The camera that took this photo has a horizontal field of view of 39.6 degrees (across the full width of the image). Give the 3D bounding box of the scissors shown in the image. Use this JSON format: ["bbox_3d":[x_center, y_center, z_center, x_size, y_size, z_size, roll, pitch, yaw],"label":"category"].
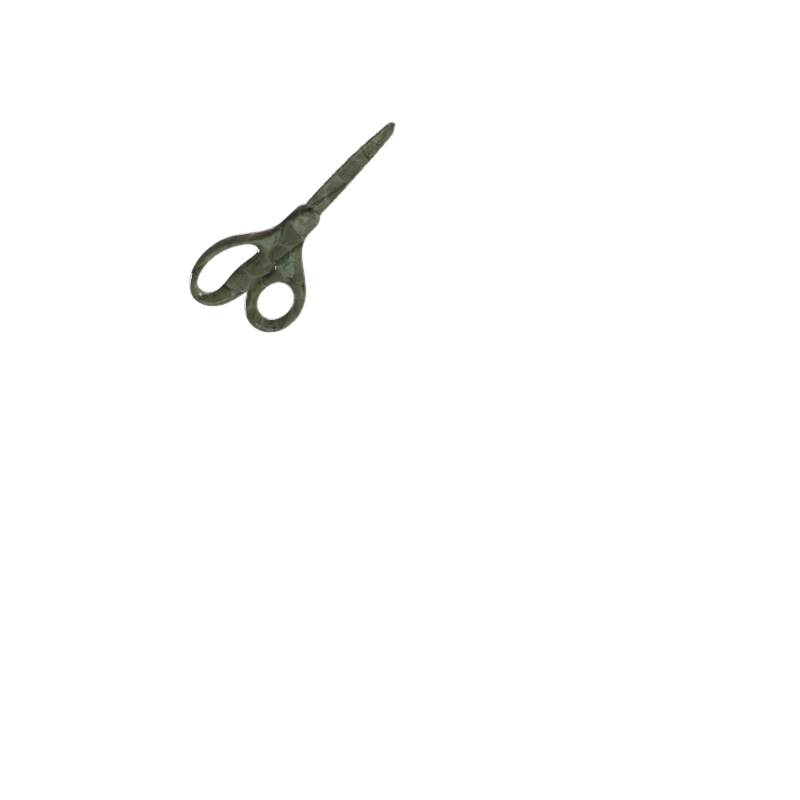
[{"bbox_3d":[-0.064,-0.116,0.815,0.201,0.090,0.017,-29,29,17],"label":"scissors"}]
